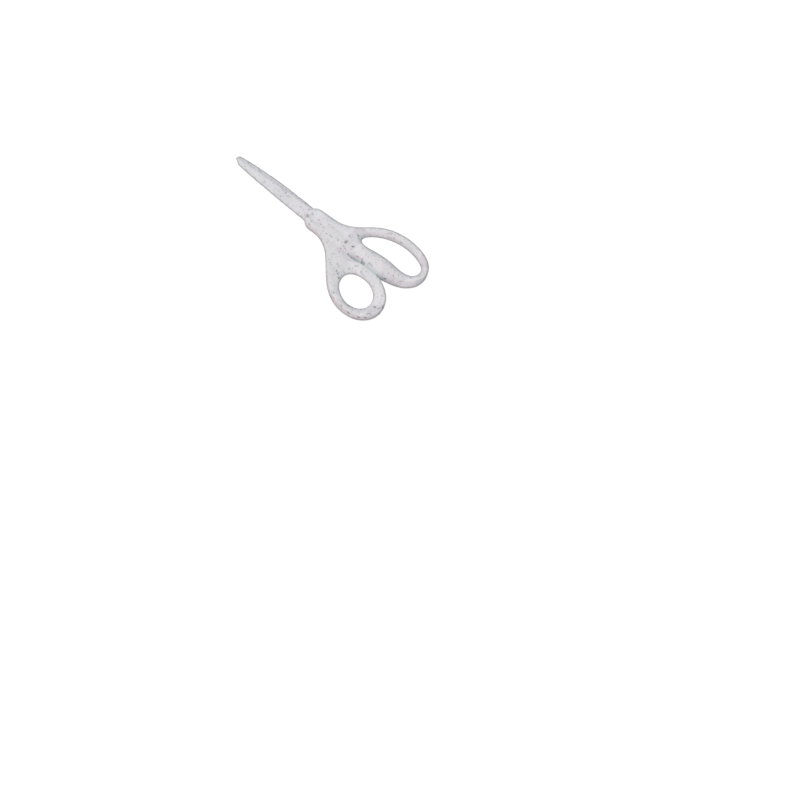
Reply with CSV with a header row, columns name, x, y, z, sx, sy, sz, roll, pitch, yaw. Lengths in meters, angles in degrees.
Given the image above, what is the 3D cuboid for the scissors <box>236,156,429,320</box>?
name,x,y,z,sx,sy,sz,roll,pitch,yaw
scissors,-0.075,-0.136,0.955,0.207,0.099,0.015,25,-25,12
